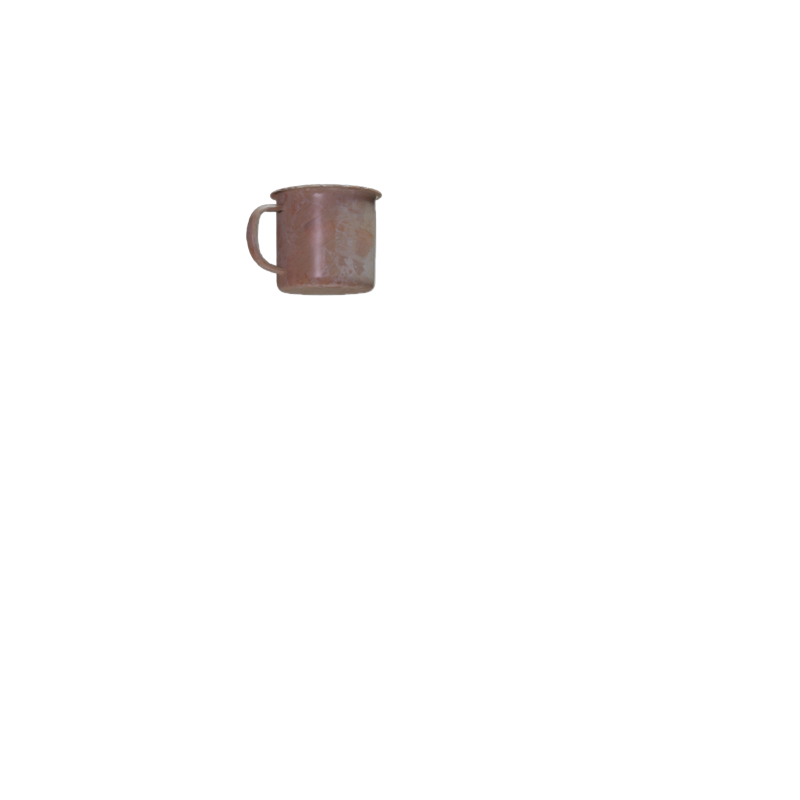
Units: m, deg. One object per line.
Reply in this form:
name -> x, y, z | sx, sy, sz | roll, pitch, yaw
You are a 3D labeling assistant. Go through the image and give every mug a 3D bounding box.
mug -> -0.071, -0.129, 0.907 | 0.113, 0.083, 0.096 | 1, -3, -32
